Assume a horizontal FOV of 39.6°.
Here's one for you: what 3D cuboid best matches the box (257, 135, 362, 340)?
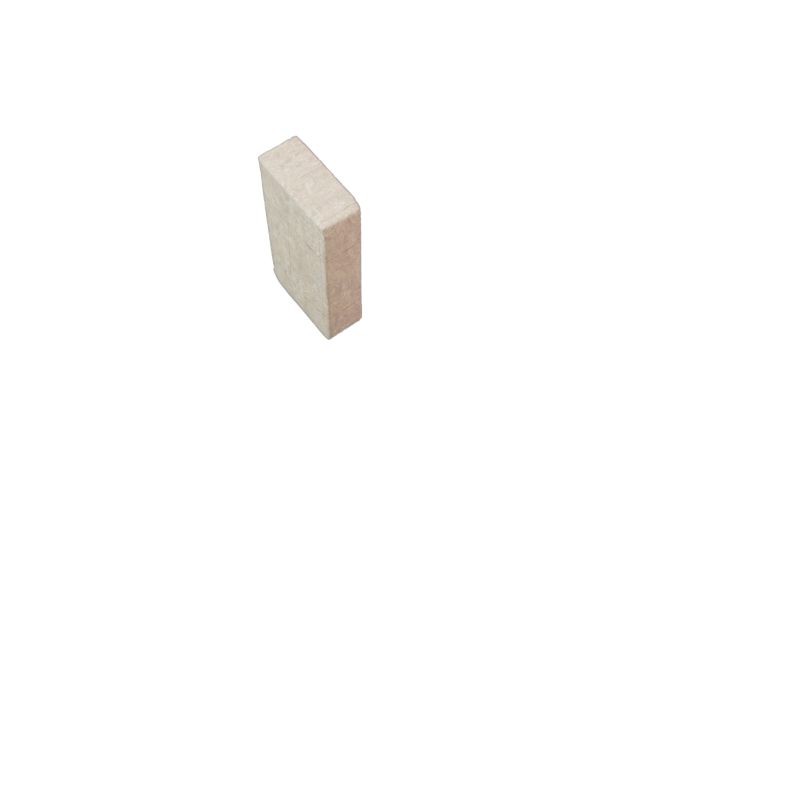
[{"bbox_3d":[-0.074,-0.135,0.946,0.048,0.099,0.165,-31,-23,-19],"label":"box"}]
